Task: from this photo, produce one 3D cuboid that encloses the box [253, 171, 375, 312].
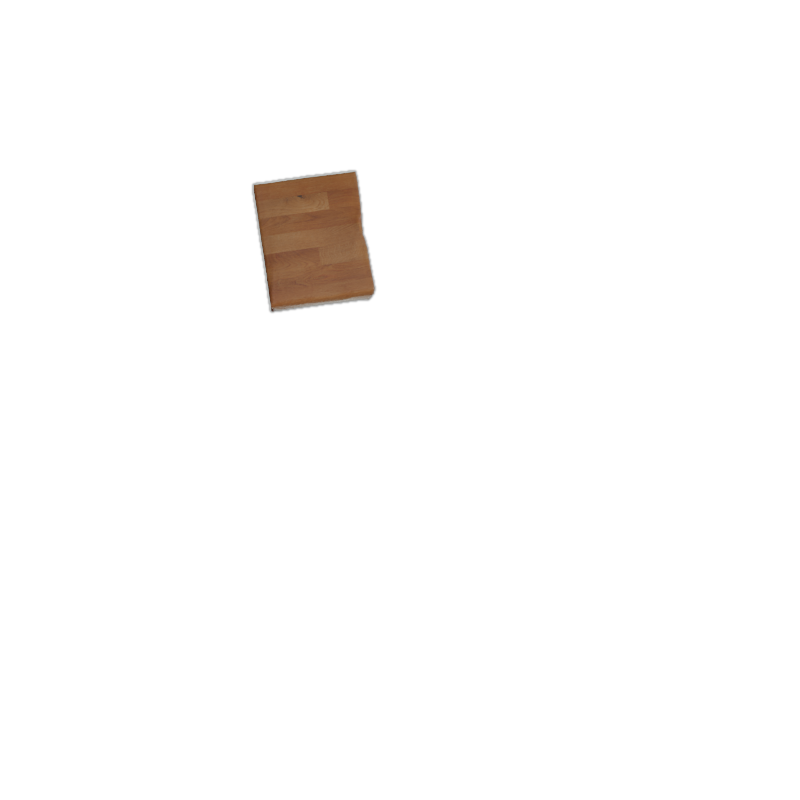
[{"bbox_3d":[-0.060,-0.109,0.768,0.073,0.092,0.029,-8,-13,-2],"label":"box"}]
